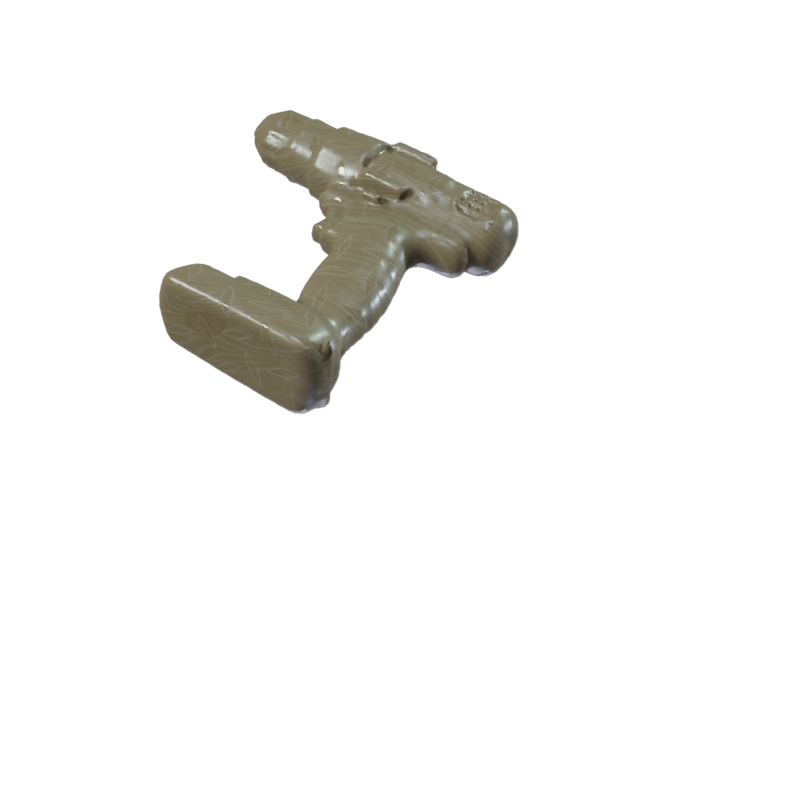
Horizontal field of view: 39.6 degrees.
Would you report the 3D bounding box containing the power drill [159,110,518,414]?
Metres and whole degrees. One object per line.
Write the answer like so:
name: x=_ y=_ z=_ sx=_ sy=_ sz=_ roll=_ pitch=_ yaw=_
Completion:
power drill: x=-0.050 y=-0.091 z=0.640 sx=0.194 sy=0.053 sz=0.192 roll=27 pitch=52 yaw=23
